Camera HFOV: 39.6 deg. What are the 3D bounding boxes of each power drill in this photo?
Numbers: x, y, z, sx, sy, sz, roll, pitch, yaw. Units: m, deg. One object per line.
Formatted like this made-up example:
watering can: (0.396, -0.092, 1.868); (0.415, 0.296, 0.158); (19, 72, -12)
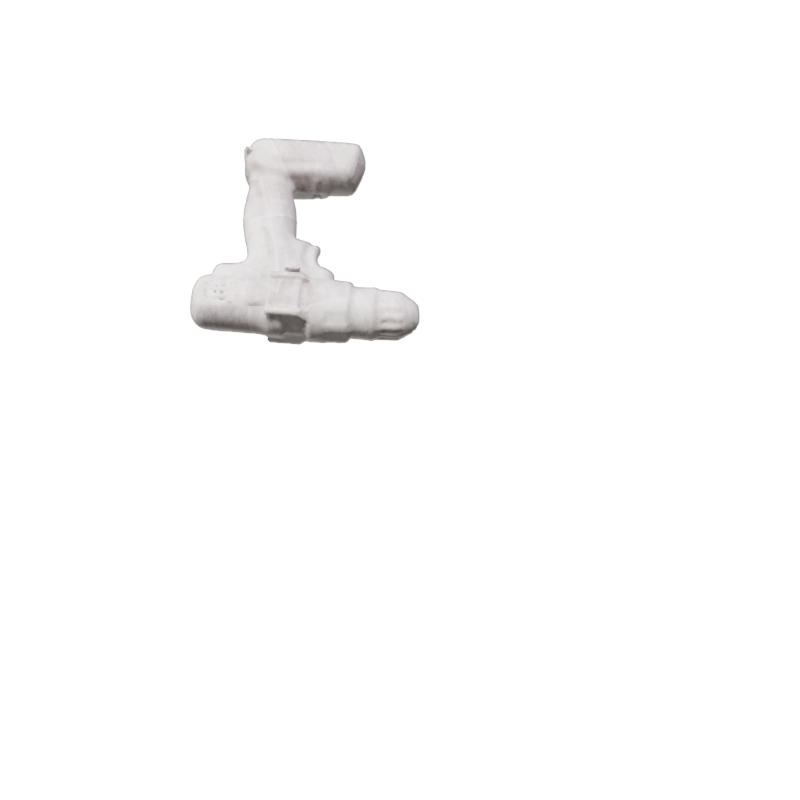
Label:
power drill: (-0.073, -0.133, 0.931); (0.185, 0.200, 0.054); (4, -35, 2)
